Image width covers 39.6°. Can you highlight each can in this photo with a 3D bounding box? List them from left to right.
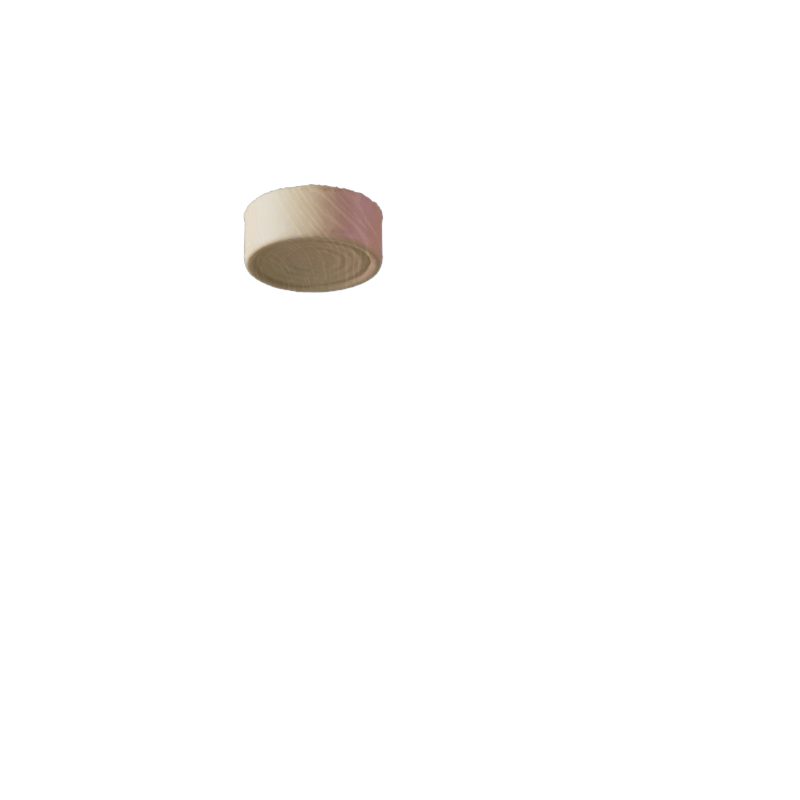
[{"bbox_3d":[-0.053,-0.096,0.675,0.086,0.035,0.082,0,-20,-2],"label":"can"}]
